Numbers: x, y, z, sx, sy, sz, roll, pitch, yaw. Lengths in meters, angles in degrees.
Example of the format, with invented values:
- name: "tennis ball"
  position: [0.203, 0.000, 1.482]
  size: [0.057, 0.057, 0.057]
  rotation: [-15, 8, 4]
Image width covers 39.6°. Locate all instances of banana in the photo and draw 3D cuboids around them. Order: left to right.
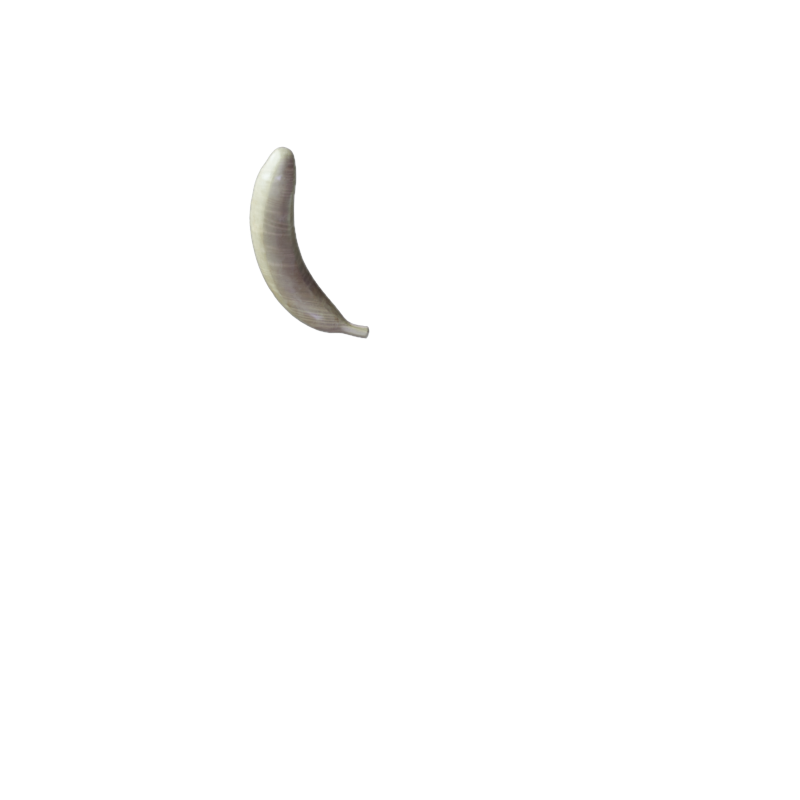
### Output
- name: "banana"
  position: [-0.089, -0.125, 0.939]
  size: [0.070, 0.184, 0.039]
  rotation: [-17, 34, 11]
